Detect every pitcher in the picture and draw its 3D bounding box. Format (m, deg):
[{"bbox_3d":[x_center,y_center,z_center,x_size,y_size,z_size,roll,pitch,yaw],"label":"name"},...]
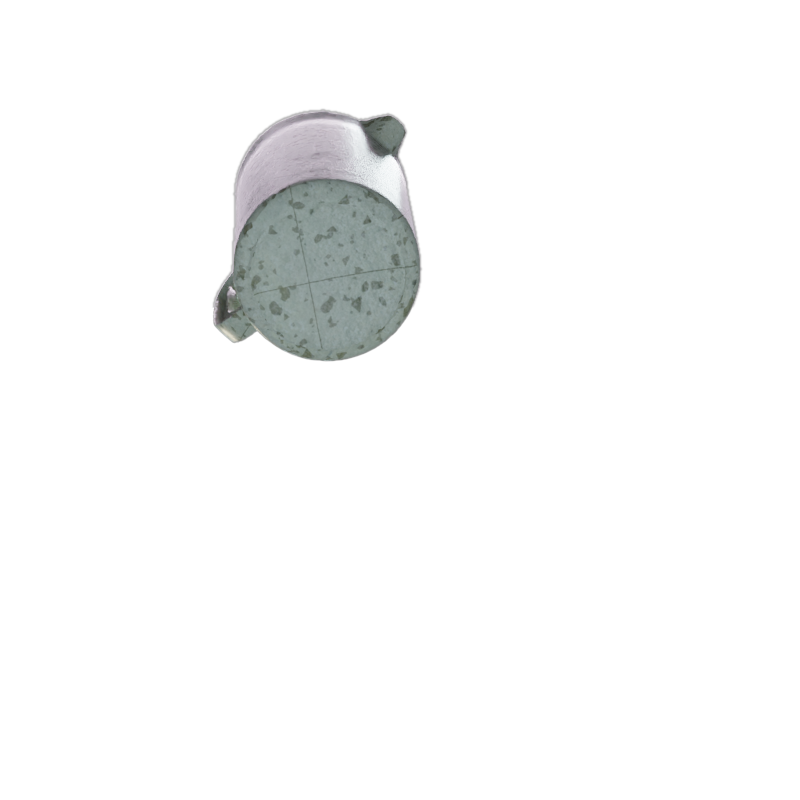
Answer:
[{"bbox_3d":[-0.058,-0.106,0.741,0.144,0.144,0.253,0,19,-3],"label":"pitcher"}]
